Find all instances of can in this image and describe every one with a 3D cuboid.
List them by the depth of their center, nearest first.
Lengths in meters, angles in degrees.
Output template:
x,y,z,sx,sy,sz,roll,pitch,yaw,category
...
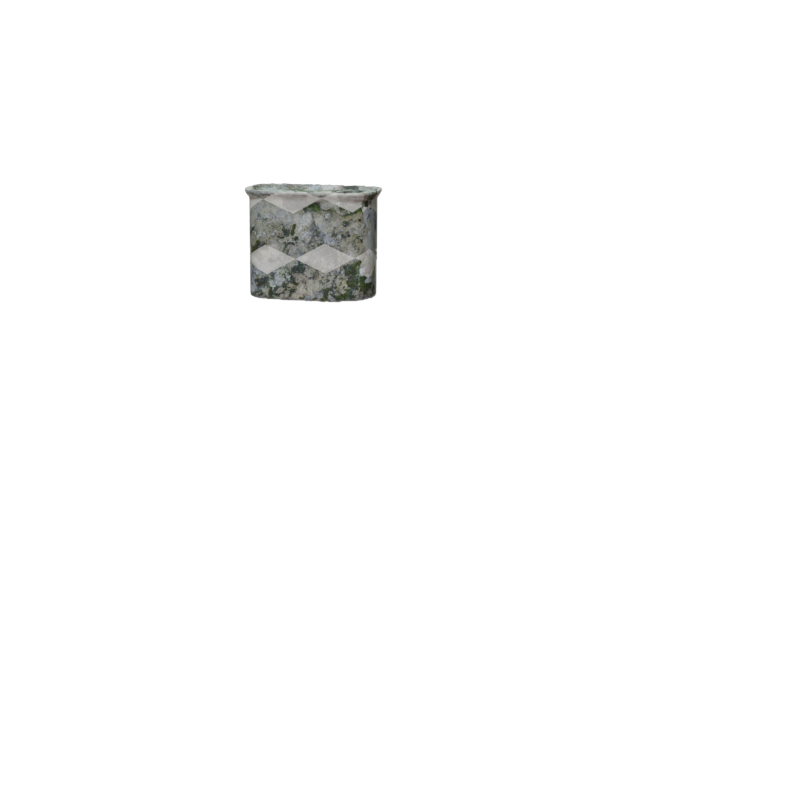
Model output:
x,y,z,sx,sy,sz,roll,pitch,yaw,category
-0.066,-0.121,0.851,0.104,0.082,0.058,4,12,14,can
